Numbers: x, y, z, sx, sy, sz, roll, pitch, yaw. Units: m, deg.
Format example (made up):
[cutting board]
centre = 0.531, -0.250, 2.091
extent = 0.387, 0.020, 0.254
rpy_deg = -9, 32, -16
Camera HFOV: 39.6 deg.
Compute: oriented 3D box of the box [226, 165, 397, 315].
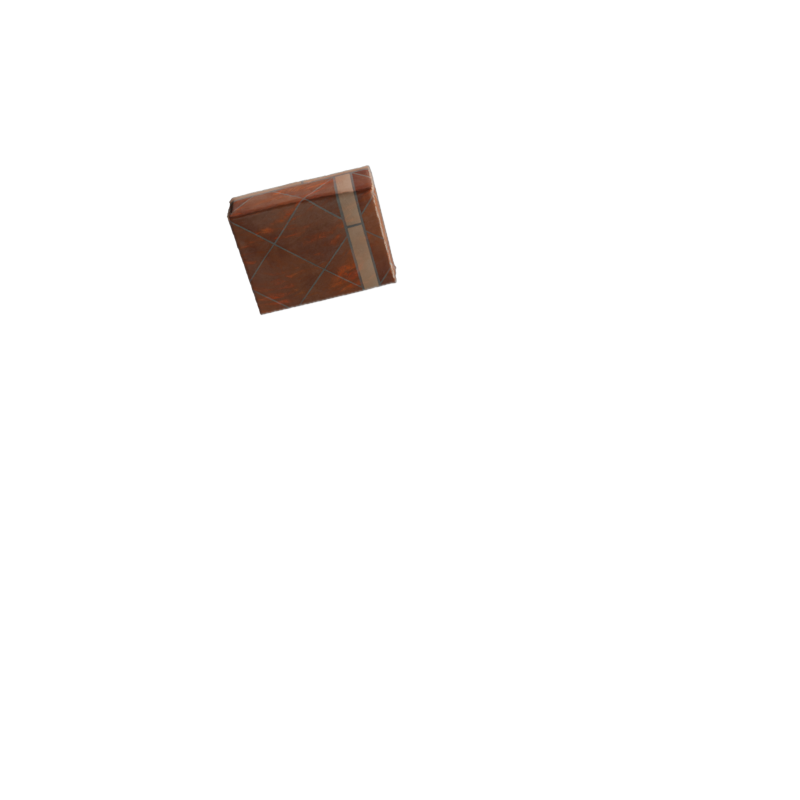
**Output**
[box]
centre = -0.067, -0.121, 0.850
extent = 0.114, 0.084, 0.041
rpy_deg = -11, 31, 6
